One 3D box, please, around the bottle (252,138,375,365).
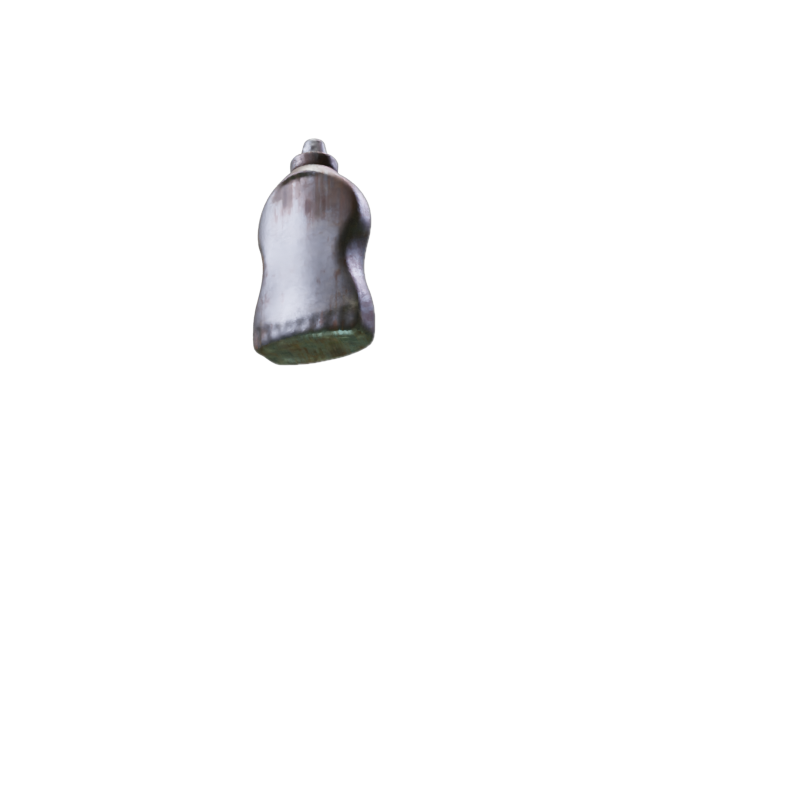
[{"bbox_3d":[-0.070,-0.128,0.901,0.097,0.203,0.054,-15,-29,25],"label":"bottle"}]
